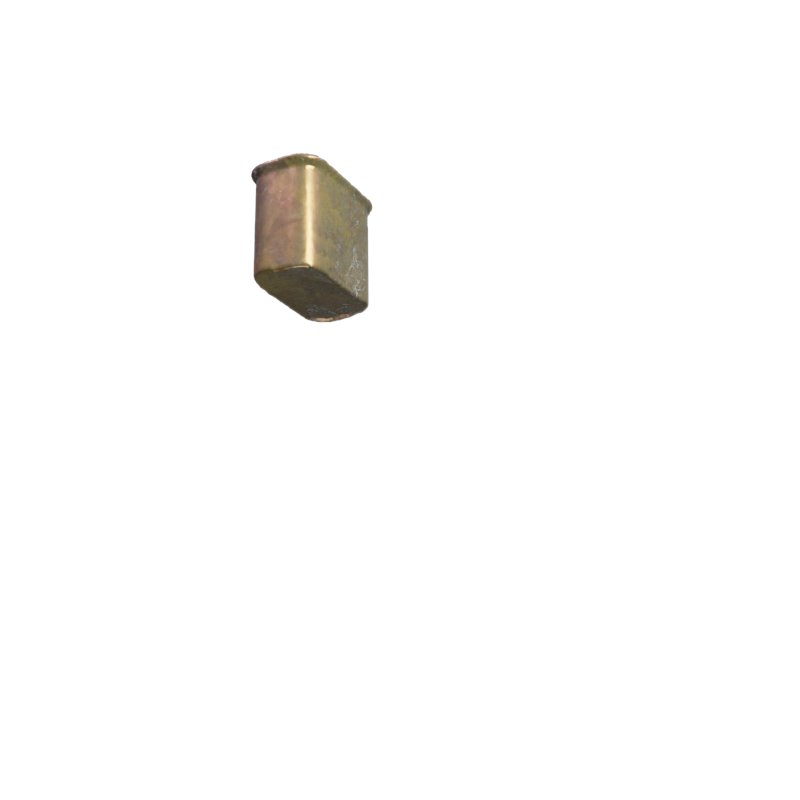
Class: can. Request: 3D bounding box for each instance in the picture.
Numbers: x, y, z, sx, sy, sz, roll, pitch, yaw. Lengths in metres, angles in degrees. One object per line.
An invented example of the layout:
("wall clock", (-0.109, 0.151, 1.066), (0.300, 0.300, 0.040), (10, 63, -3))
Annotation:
("can", (-0.061, -0.111, 0.777), (0.058, 0.088, 0.095), (-13, -25, 25))
